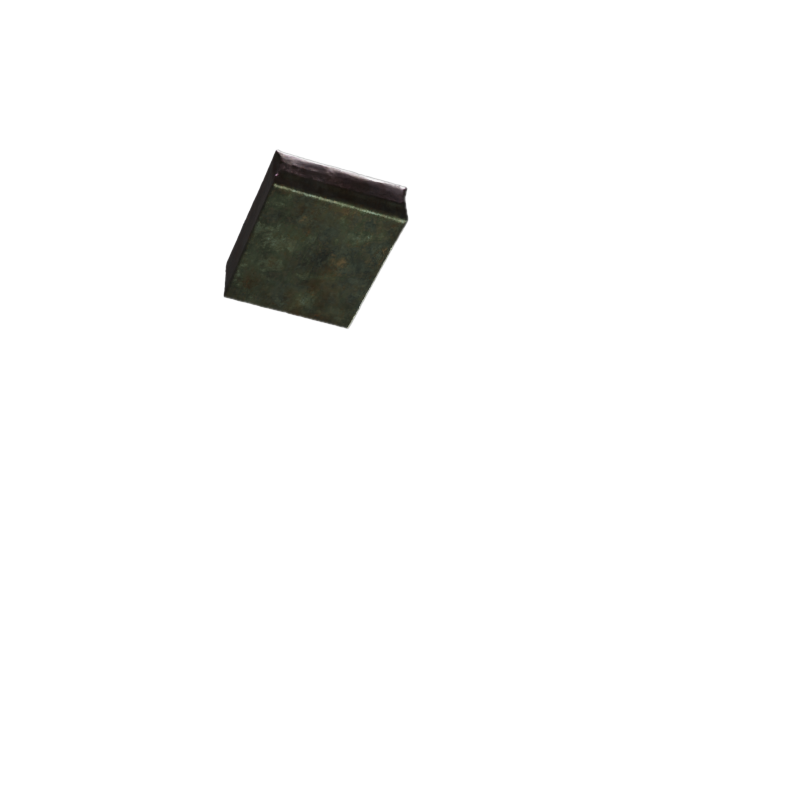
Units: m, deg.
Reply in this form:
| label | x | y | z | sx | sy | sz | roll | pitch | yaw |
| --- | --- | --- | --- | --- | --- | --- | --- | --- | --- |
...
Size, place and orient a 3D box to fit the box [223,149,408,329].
| label | x | y | z | sx | sy | sz | roll | pitch | yaw |
| --- | --- | --- | --- | --- | --- | --- | --- | --- | --- |
| box | -0.046 | -0.083 | 0.583 | 0.071 | 0.032 | 0.085 | 15 | -46 | -16 |
